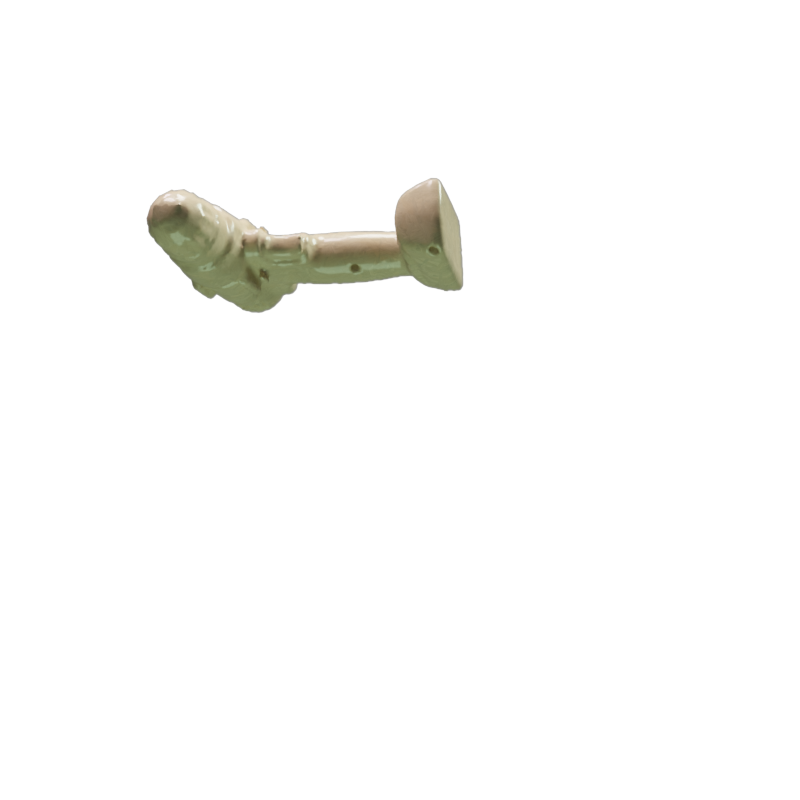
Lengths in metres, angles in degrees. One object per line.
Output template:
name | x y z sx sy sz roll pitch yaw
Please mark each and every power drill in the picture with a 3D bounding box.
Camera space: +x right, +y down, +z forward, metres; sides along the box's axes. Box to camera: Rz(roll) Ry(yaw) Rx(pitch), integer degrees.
power drill | -0.058 -0.106 0.746 0.191 0.059 0.176 -2 -9 14
